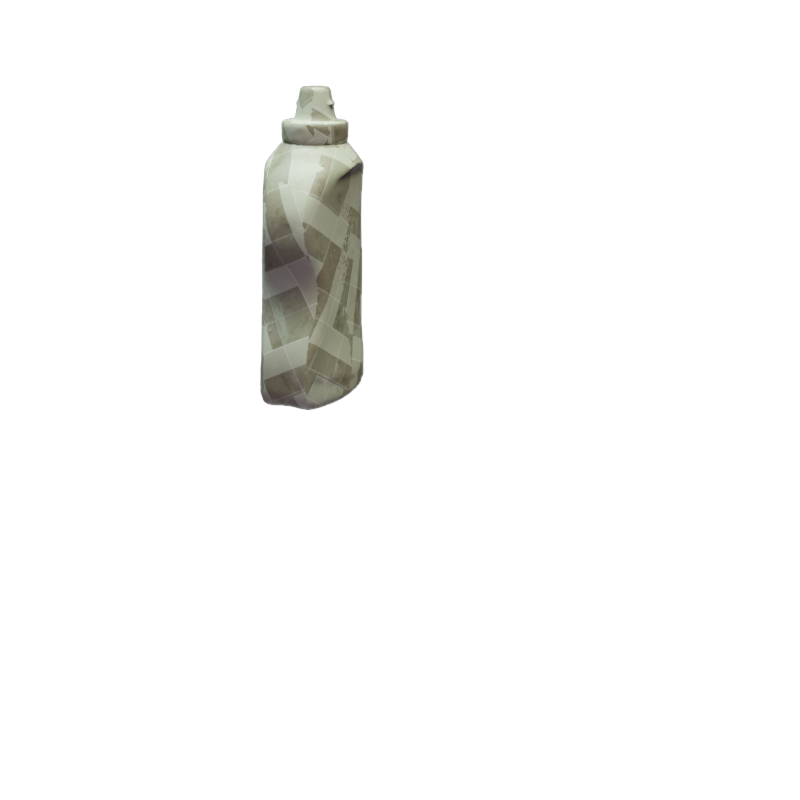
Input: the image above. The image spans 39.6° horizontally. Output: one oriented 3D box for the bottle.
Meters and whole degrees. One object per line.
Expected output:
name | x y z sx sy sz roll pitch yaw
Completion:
bottle | -0.054 -0.098 0.690 0.060 0.186 0.096 5 14 20
